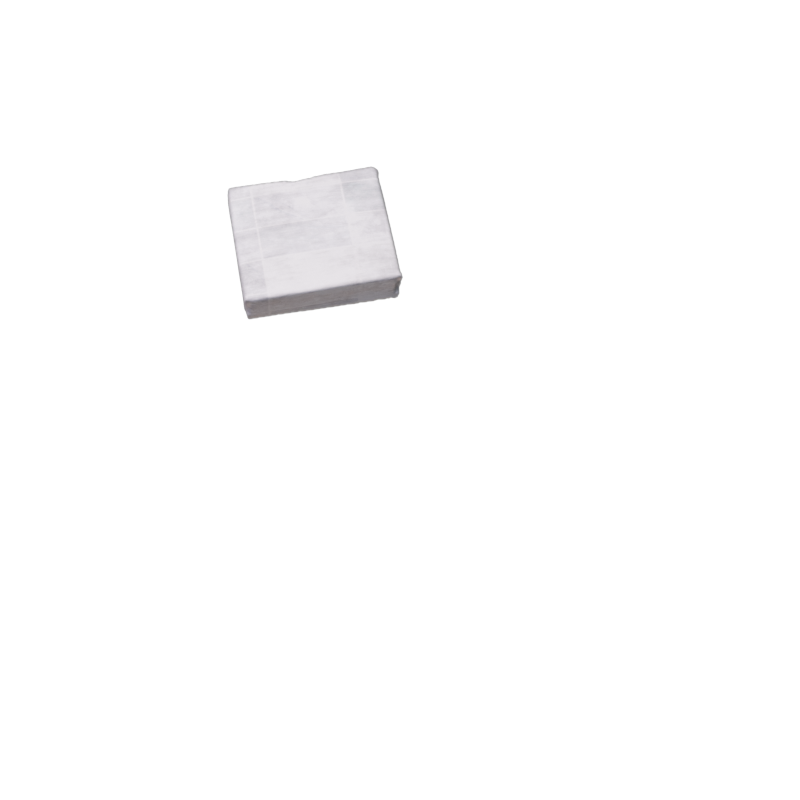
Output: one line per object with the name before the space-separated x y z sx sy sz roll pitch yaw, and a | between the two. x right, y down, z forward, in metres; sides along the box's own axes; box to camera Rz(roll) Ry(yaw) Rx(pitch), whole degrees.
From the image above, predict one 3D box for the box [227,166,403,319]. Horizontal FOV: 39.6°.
box | -0.049 -0.090 0.629 0.089 0.078 0.028 -9 -26 -5
